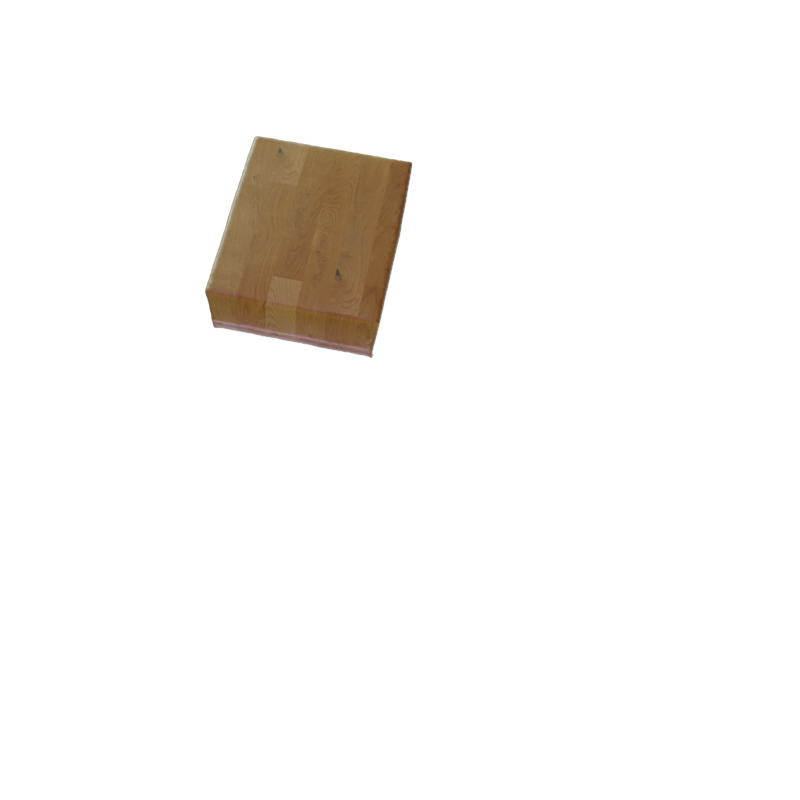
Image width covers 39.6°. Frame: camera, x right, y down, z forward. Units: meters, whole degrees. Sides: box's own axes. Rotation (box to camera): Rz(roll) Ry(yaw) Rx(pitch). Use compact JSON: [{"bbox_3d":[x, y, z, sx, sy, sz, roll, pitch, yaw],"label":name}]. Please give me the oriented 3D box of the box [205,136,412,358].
[{"bbox_3d":[-0.047,-0.085,0.594,0.091,0.120,0.036,9,-32,5],"label":"box"}]
